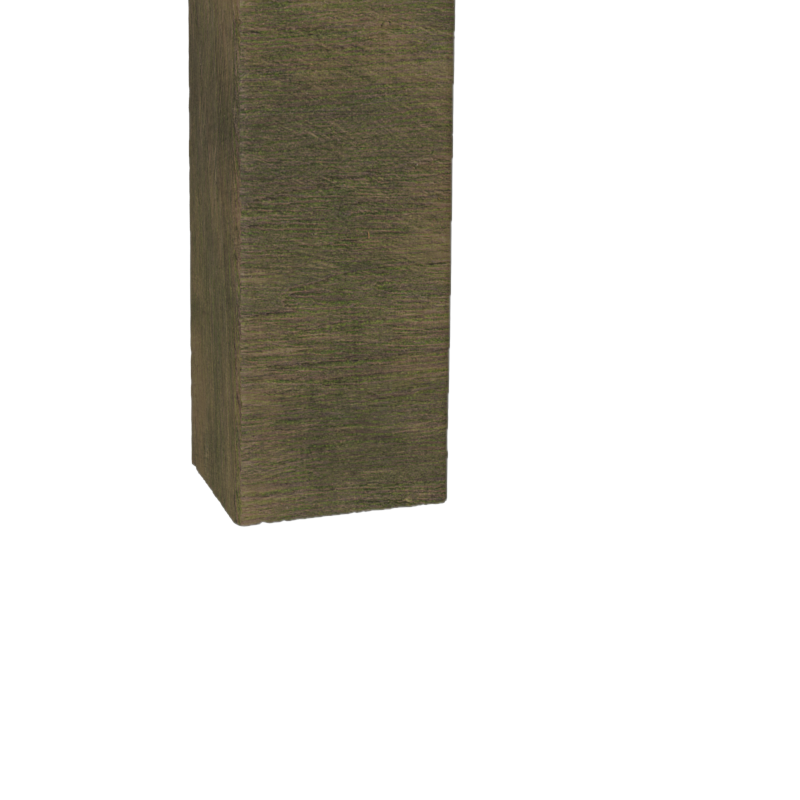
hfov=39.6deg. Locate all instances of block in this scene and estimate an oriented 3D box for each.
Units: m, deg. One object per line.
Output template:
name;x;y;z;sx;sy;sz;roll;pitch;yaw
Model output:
block;-0.036;-0.066;0.465;0.089;0.203;0.094;-3;8;-21
